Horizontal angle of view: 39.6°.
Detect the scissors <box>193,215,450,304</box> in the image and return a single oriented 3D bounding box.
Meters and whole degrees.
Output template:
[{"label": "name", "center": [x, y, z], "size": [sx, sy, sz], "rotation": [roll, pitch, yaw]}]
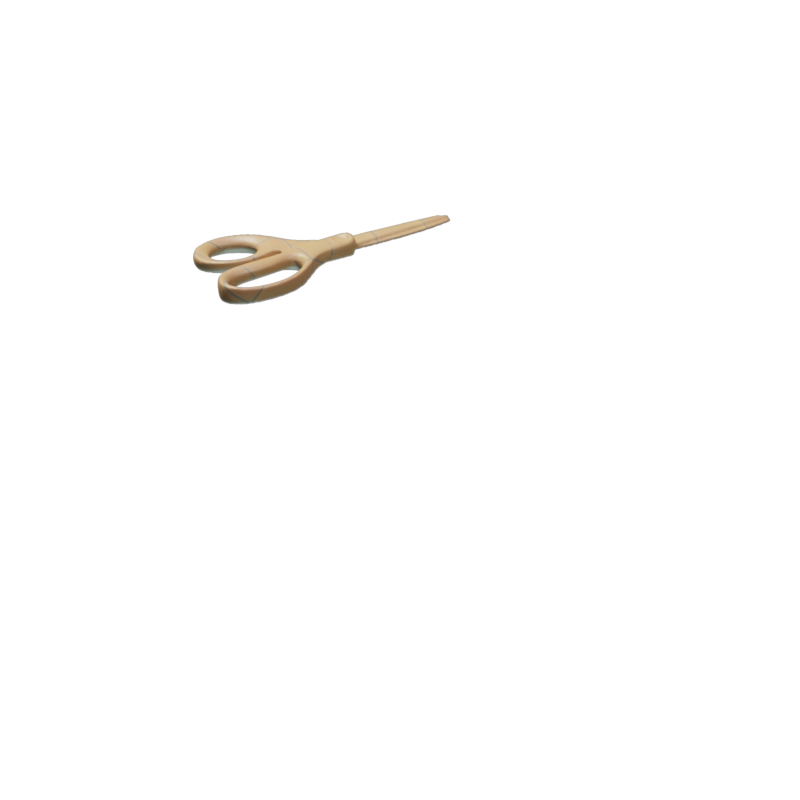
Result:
[{"label": "scissors", "center": [-0.062, -0.113, 0.790], "size": [0.102, 0.015, 0.201], "rotation": [22, 37, 33]}]
